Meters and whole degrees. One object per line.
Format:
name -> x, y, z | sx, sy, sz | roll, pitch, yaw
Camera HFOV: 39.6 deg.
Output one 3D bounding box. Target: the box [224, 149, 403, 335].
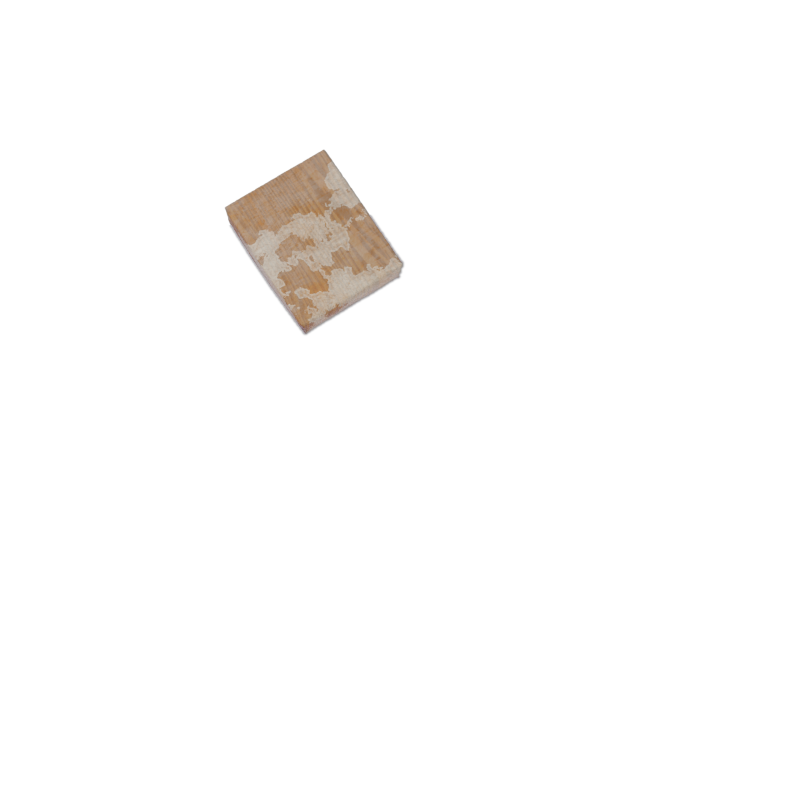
box -> -0.065, -0.119, 0.835 | 0.090, 0.118, 0.037 | -32, -13, -9
